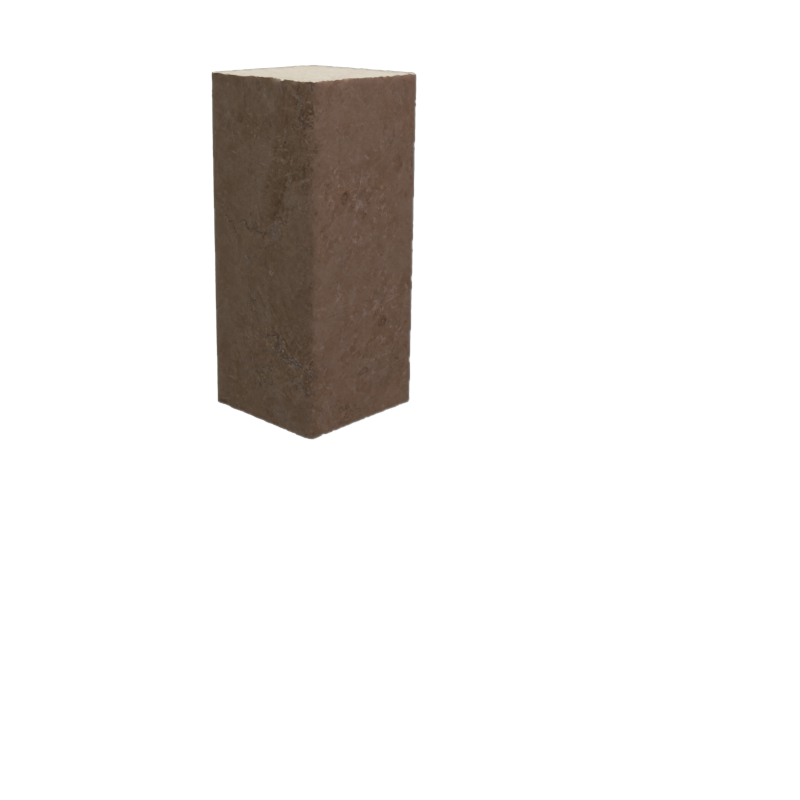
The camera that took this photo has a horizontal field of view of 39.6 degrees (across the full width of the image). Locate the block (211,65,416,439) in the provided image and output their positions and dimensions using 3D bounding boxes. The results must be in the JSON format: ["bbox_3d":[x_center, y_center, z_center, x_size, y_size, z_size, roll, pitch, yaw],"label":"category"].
[{"bbox_3d":[-0.053,-0.097,0.677,0.095,0.199,0.089,15,20,41],"label":"block"}]
